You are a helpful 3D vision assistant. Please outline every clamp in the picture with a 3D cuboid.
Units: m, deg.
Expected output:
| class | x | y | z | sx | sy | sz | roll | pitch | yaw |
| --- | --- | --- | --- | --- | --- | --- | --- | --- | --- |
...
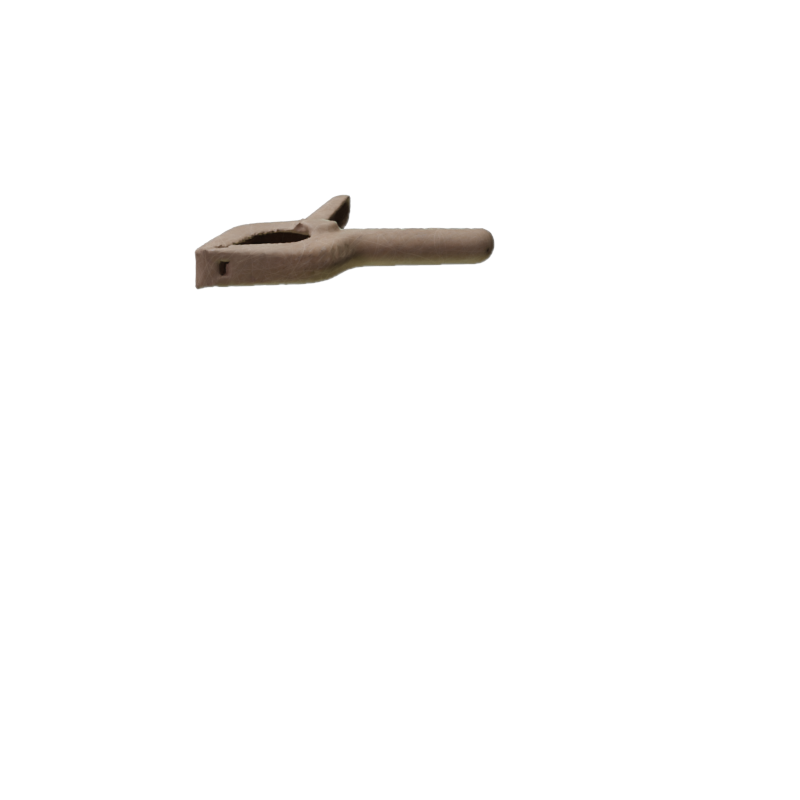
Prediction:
| class | x | y | z | sx | sy | sz | roll | pitch | yaw |
| --- | --- | --- | --- | --- | --- | --- | --- | --- | --- |
| clamp | -0.062 | -0.113 | 0.794 | 0.205 | 0.035 | 0.175 | -14 | 25 | -33 |
